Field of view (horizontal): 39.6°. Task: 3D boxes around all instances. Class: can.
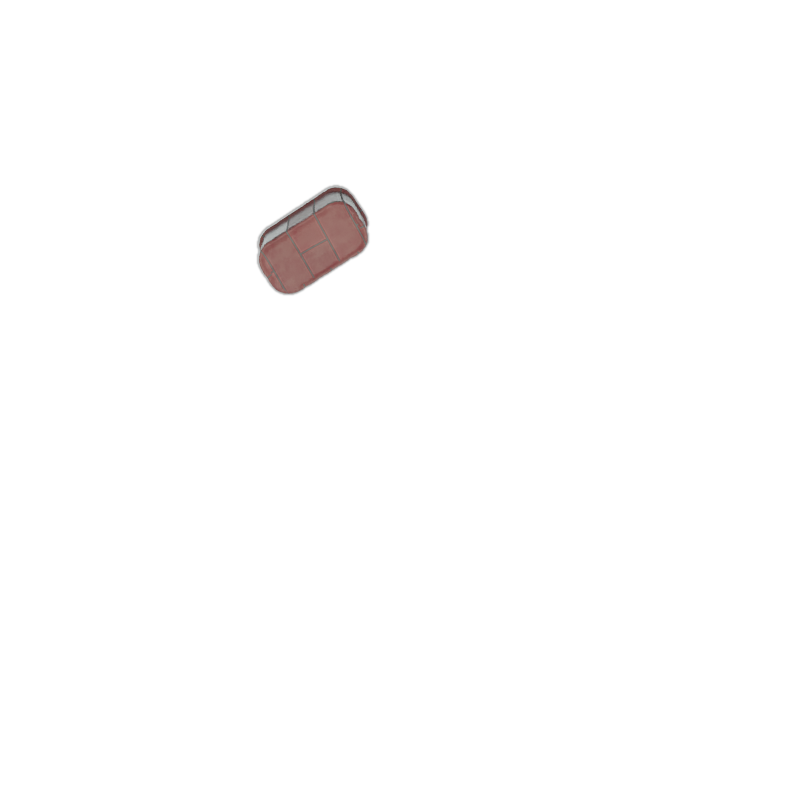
[{"bbox_3d":[-0.077,-0.141,0.988,0.102,0.056,0.086,-32,14,5],"label":"can"}]
